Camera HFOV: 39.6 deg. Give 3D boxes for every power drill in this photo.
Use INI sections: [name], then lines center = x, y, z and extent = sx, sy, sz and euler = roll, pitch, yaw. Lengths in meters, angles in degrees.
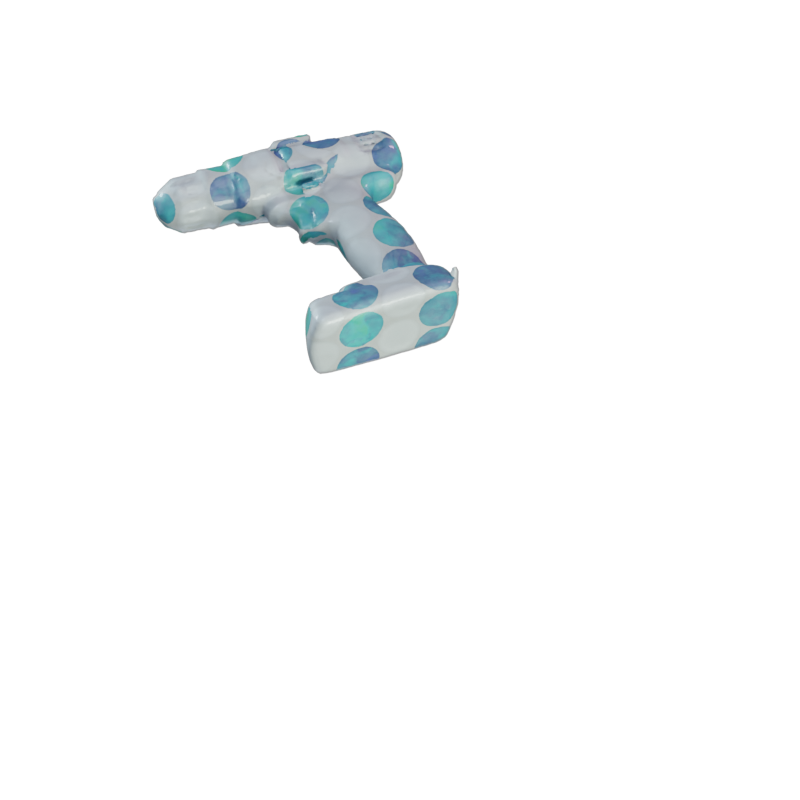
[power drill]
center = -0.059, -0.107, 0.751
extent = 0.183, 0.203, 0.053
euler = -17, -39, -15
